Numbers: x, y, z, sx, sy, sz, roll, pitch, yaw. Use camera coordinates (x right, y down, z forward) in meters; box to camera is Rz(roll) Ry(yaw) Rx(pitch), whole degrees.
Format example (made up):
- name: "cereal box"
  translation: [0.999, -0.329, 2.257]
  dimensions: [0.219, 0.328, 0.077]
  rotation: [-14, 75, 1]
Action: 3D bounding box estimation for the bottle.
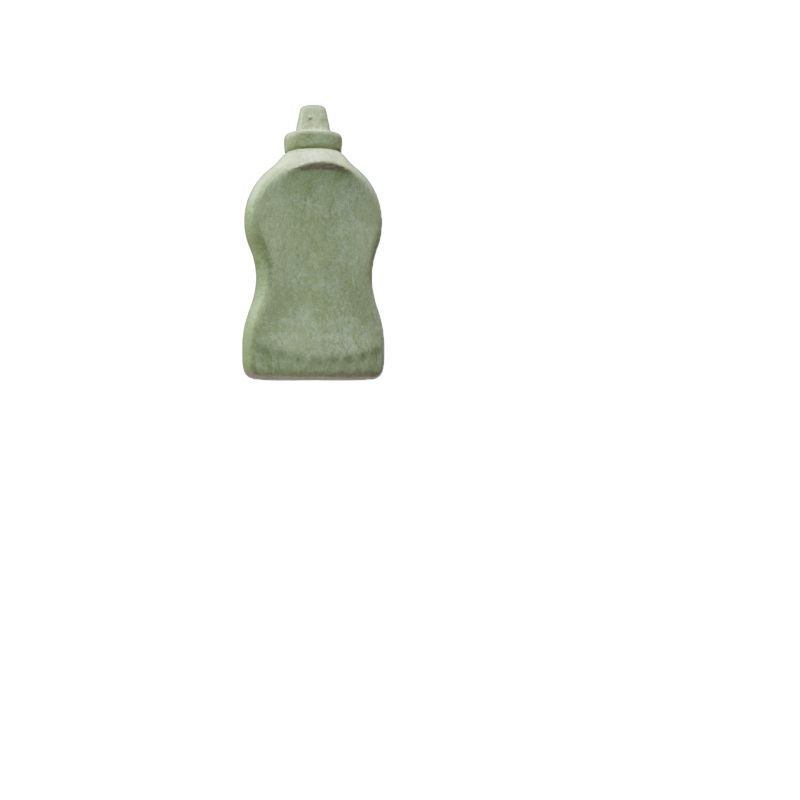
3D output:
- name: "bottle"
  translation: [-0.061, -0.110, 0.772]
  dimensions: [0.094, 0.195, 0.059]
  rotation: [1, -6, -16]
